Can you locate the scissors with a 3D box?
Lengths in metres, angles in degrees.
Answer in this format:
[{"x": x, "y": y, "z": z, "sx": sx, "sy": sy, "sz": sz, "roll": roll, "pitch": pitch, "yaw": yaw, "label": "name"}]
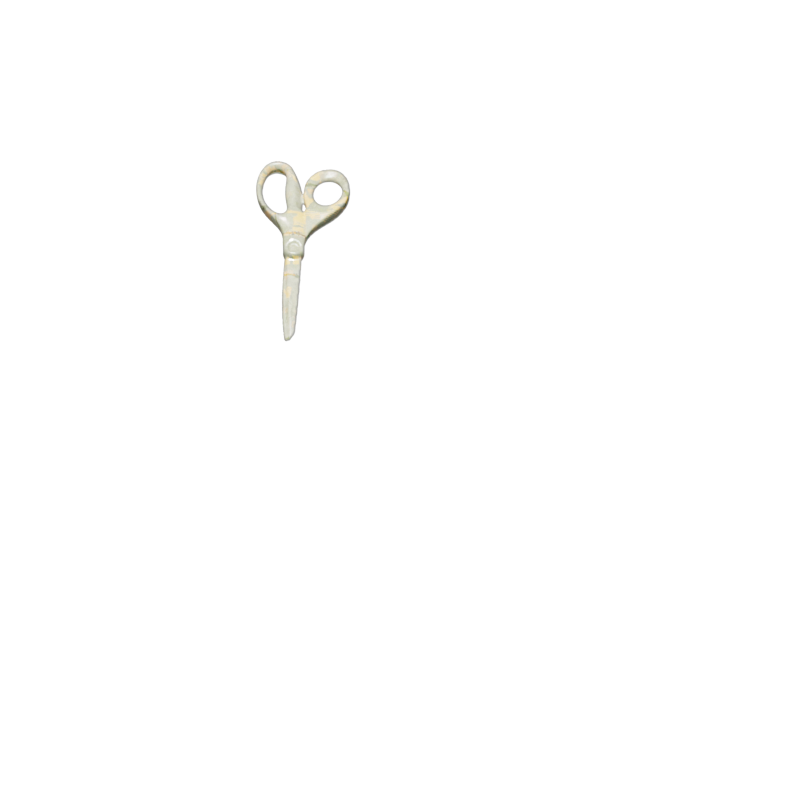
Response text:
[{"x": -0.078, "y": -0.142, "z": 0.995, "sx": 0.095, "sy": 0.218, "sz": 0.015, "roll": -12, "pitch": -36, "yaw": -9, "label": "scissors"}]
